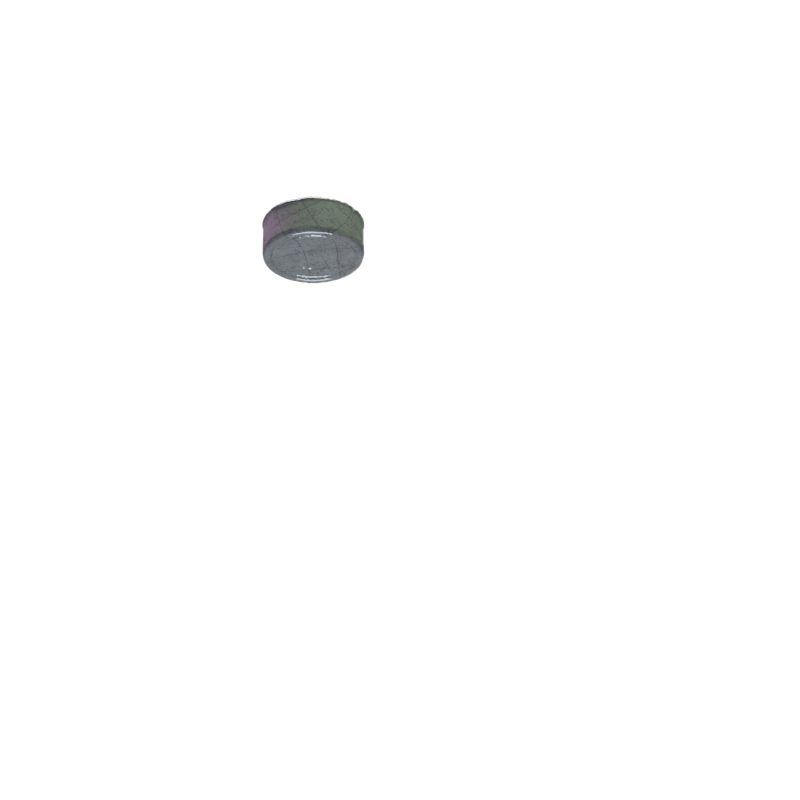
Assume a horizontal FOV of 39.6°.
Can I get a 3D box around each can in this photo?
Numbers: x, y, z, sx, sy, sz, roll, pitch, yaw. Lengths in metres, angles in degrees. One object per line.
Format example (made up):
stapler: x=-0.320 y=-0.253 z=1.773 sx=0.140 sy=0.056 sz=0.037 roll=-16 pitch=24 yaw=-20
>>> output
can: x=-0.072 y=-0.132 z=0.924 sx=0.086 sy=0.036 sz=0.081 roll=1 pitch=-27 yaw=-2
